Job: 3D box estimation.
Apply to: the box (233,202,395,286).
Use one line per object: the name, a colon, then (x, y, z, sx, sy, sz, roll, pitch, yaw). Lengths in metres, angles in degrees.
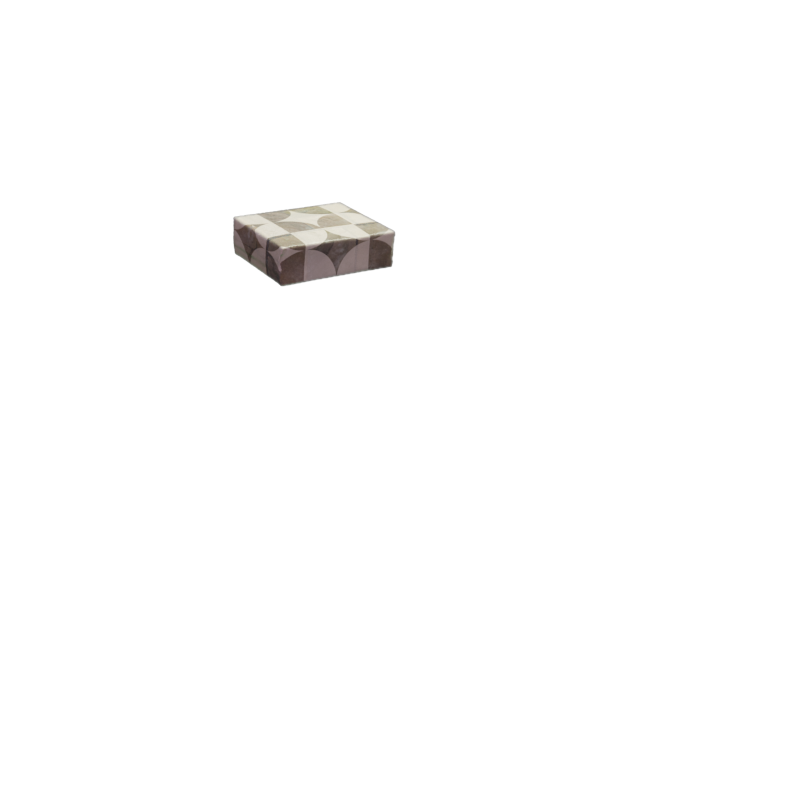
box: (-0.075, -0.136, 0.953, 0.111, 0.037, 0.096, -15, 30, -29)
